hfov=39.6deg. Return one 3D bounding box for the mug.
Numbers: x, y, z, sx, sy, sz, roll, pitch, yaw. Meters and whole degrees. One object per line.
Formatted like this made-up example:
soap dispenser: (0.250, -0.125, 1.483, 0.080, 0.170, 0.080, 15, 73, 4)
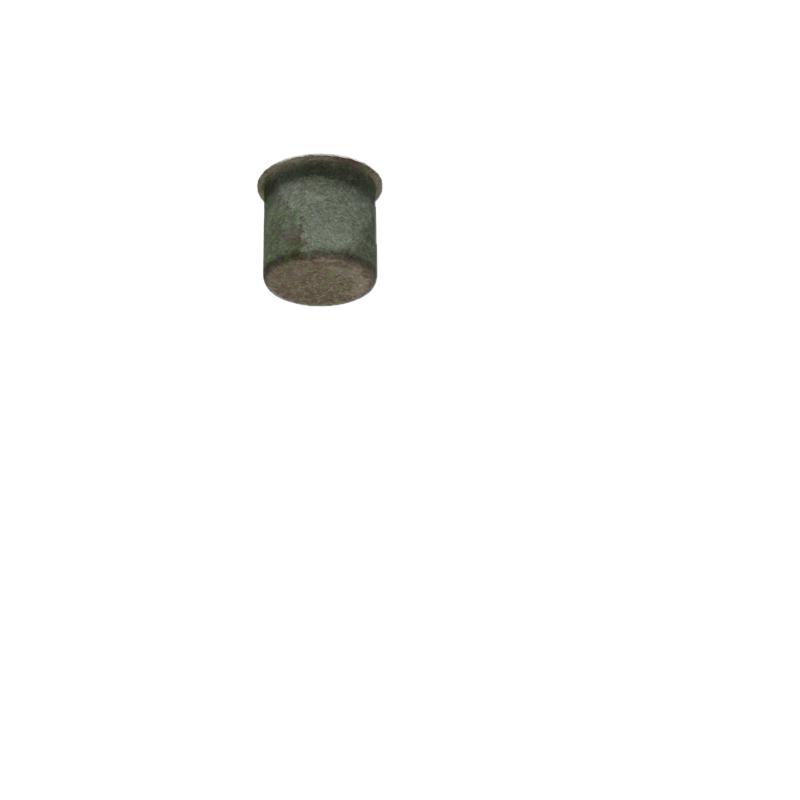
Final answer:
mug: (-0.063, -0.116, 0.811, 0.090, 0.086, 0.115, 11, -25, -25)
